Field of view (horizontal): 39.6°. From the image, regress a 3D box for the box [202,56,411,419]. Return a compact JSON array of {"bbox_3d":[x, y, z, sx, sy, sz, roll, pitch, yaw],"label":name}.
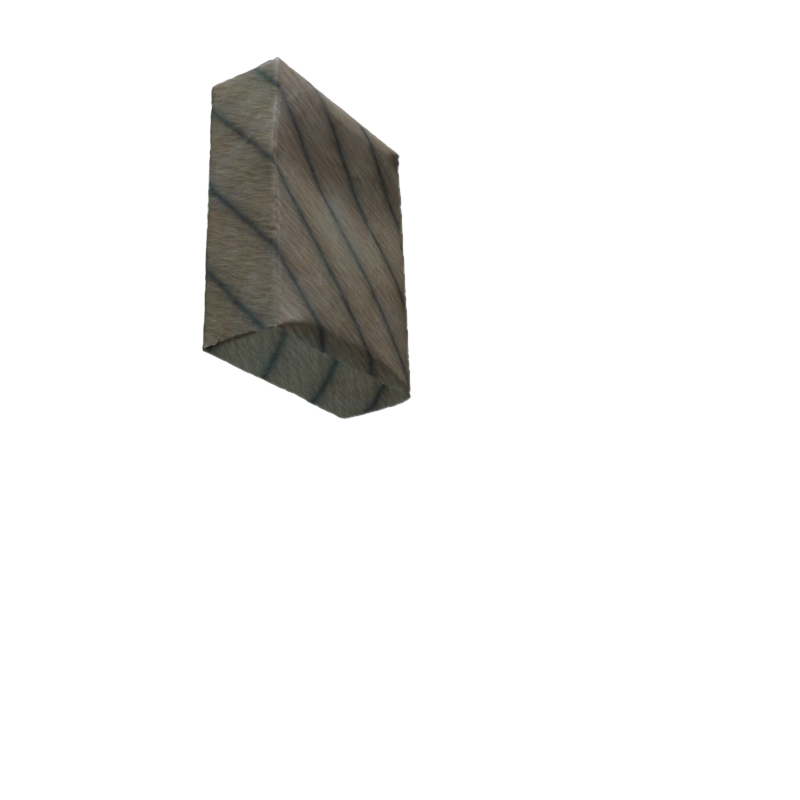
[{"bbox_3d":[-0.063,-0.114,0.799,0.073,0.227,0.153,-19,-31,30],"label":"box"}]
